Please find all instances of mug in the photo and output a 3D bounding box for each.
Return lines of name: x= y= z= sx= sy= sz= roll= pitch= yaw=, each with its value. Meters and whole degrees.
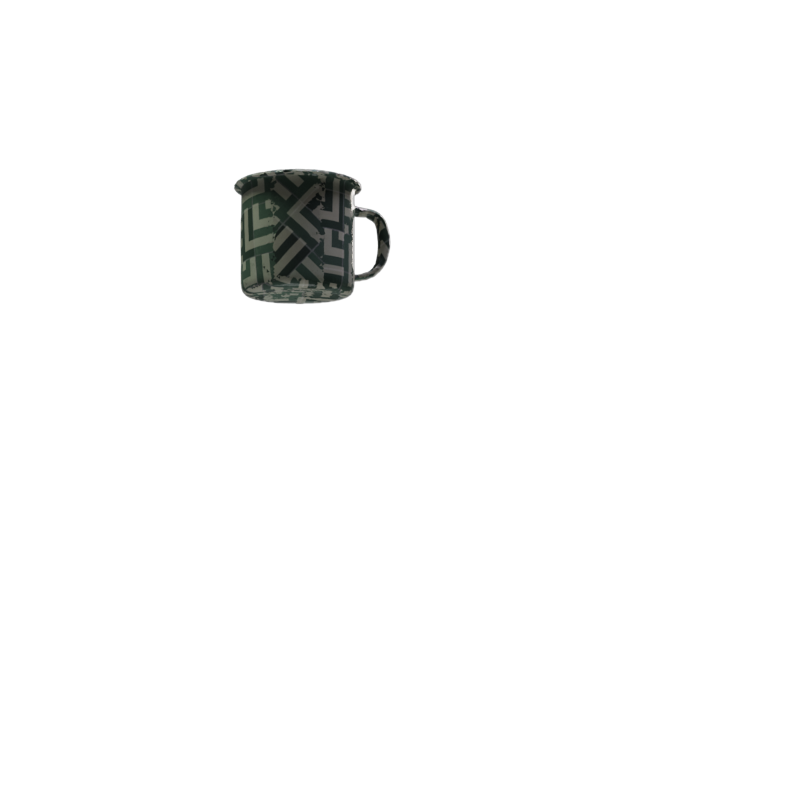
mug: x=-0.063 y=-0.115 z=0.803 sx=0.114 sy=0.084 sz=0.094 roll=3 pitch=-8 yaw=-22
